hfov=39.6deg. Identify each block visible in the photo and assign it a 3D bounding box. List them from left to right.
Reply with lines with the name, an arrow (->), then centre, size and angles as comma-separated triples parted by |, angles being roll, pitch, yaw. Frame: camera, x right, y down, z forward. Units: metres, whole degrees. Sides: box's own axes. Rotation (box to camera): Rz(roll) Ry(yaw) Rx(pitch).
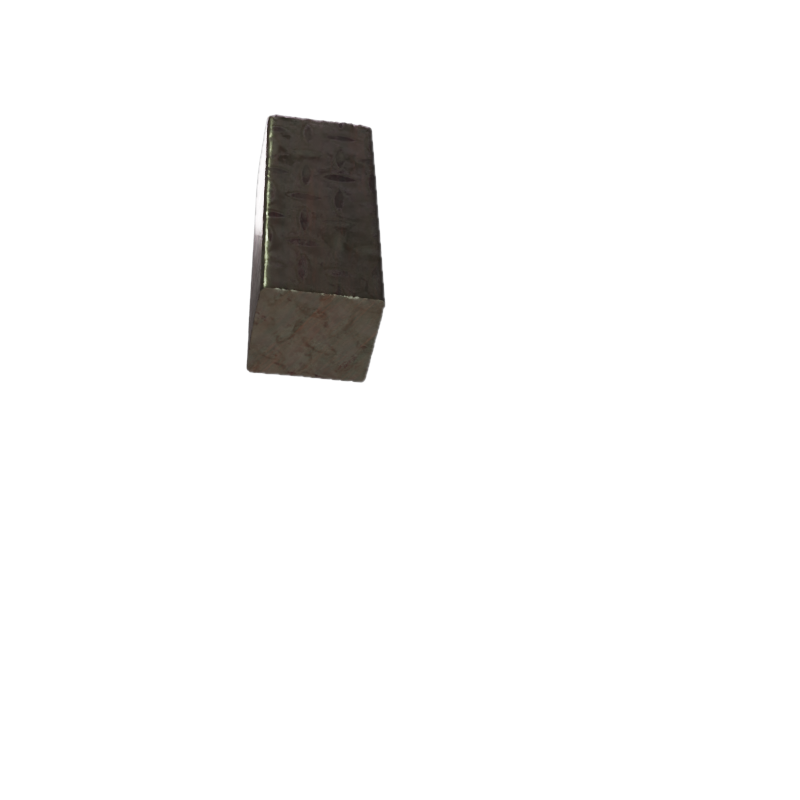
block -> -0.068, -0.124, 0.867 | 0.090, 0.221, 0.085 | 5, -45, -9
